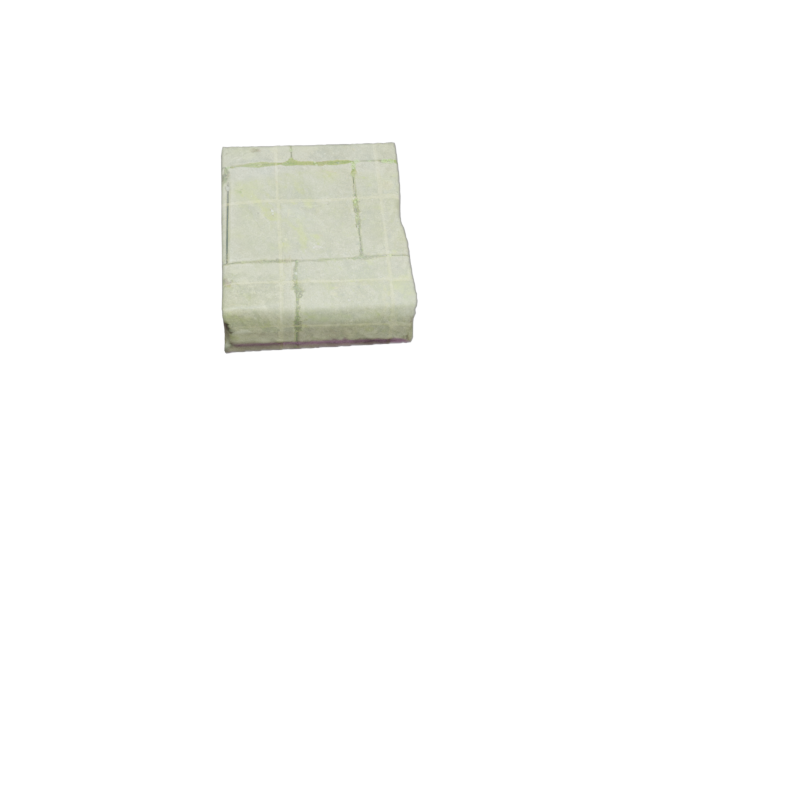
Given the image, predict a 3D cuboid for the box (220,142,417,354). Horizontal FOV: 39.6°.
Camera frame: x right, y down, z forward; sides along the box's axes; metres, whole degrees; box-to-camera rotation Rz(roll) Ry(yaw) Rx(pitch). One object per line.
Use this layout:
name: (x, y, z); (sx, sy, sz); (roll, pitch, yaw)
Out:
box: (-0.034, -0.063, 0.441); (0.073, 0.096, 0.028); (-3, -38, -3)
